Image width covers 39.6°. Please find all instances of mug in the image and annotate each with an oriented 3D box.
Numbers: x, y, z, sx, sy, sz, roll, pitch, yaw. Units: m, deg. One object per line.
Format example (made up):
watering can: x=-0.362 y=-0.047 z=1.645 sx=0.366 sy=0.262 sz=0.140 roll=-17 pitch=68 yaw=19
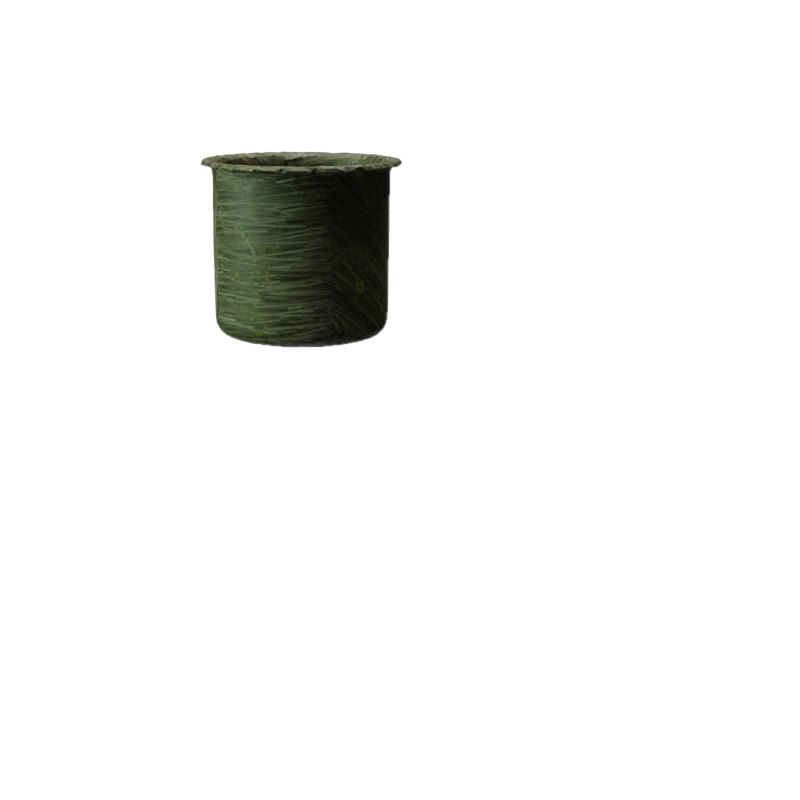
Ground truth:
mug: x=-0.041 y=-0.076 z=0.530 sx=0.096 sy=0.079 sz=0.116 roll=6 pitch=15 yaw=24
